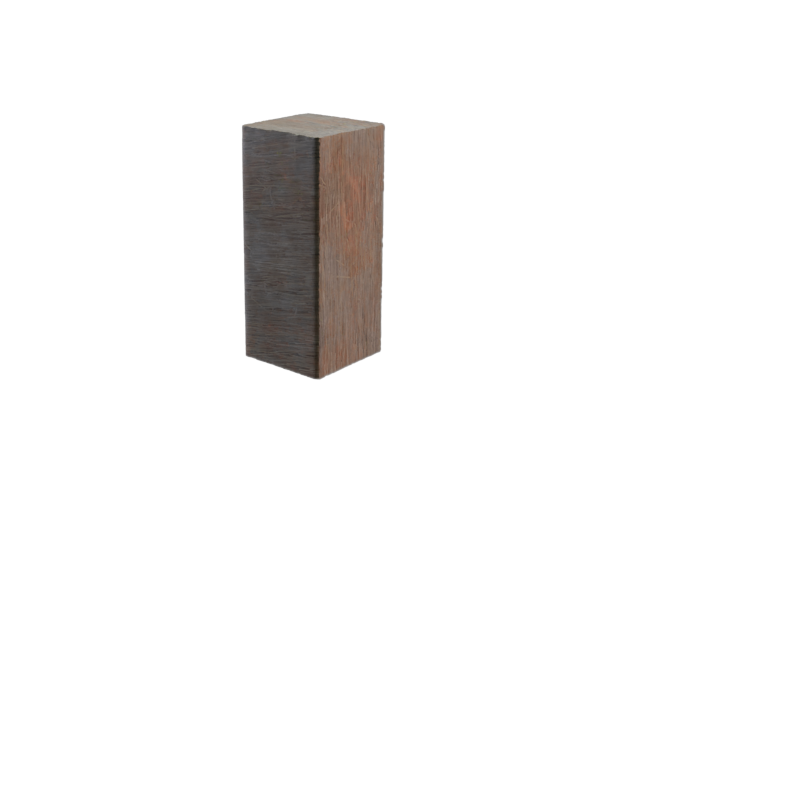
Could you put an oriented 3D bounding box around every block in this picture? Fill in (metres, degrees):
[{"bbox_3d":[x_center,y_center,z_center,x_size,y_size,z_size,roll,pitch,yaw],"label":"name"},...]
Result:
[{"bbox_3d":[-0.075,-0.137,0.960,0.095,0.198,0.089,14,22,35],"label":"block"}]
